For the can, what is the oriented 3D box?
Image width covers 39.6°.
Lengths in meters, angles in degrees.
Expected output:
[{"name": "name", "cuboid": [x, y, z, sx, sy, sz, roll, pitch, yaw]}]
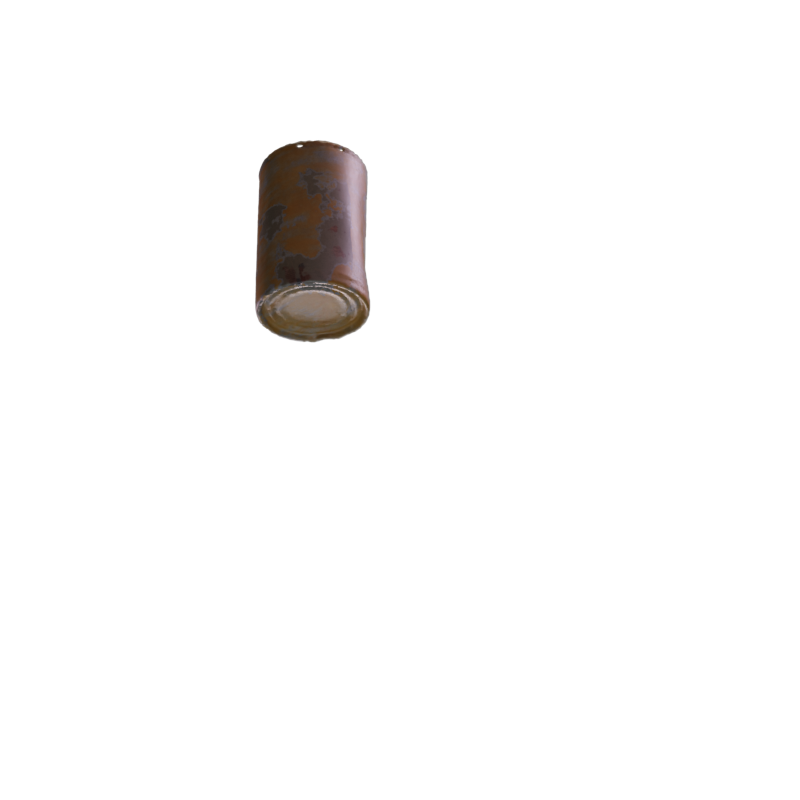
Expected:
[{"name": "can", "cuboid": [-0.052, -0.094, 0.660, 0.068, 0.109, 0.064, -1, -33, -2]}]
